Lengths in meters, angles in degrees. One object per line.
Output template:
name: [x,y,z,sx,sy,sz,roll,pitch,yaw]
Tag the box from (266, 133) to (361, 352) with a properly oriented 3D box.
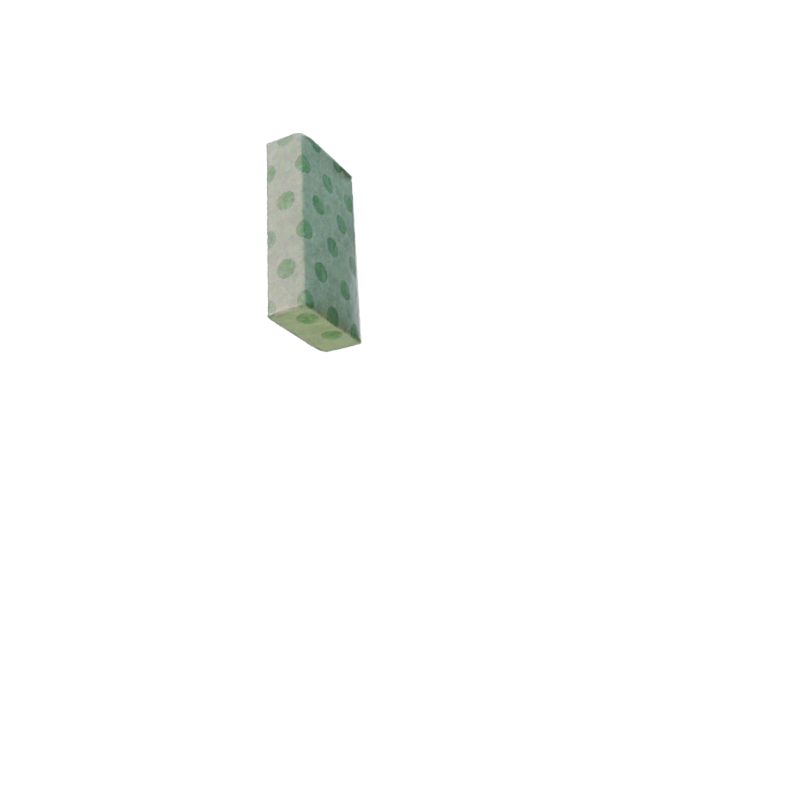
box: [-0.076,-0.139,0.975,0.049,0.187,0.087,-16,-29,26]
